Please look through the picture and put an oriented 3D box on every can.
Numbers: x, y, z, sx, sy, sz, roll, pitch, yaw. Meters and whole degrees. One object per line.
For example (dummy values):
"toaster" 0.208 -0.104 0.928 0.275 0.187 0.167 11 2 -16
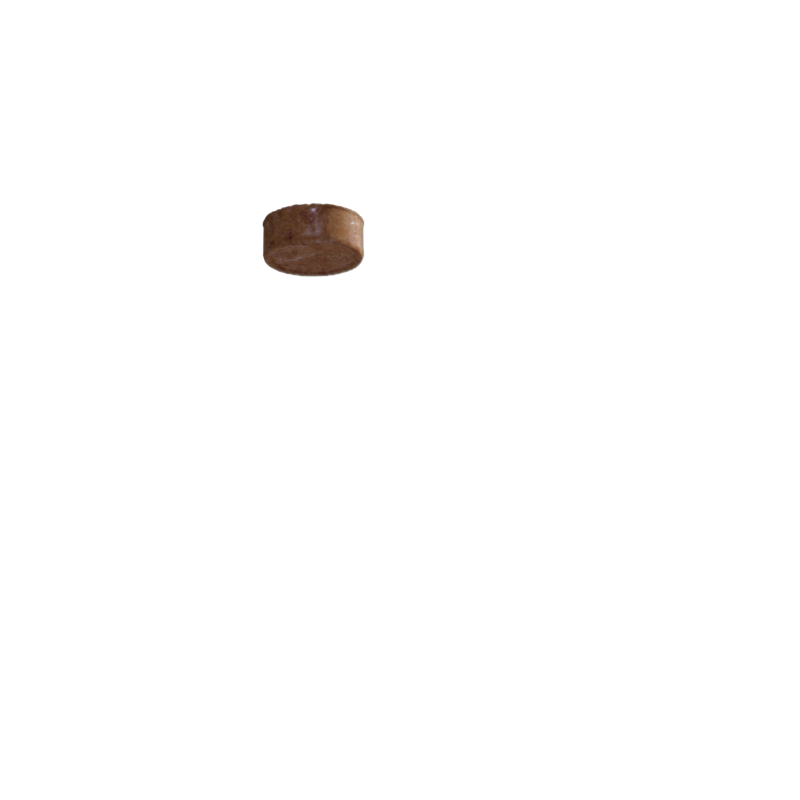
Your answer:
"can" -0.073 -0.133 0.929 0.086 0.035 0.082 0 -16 -2
